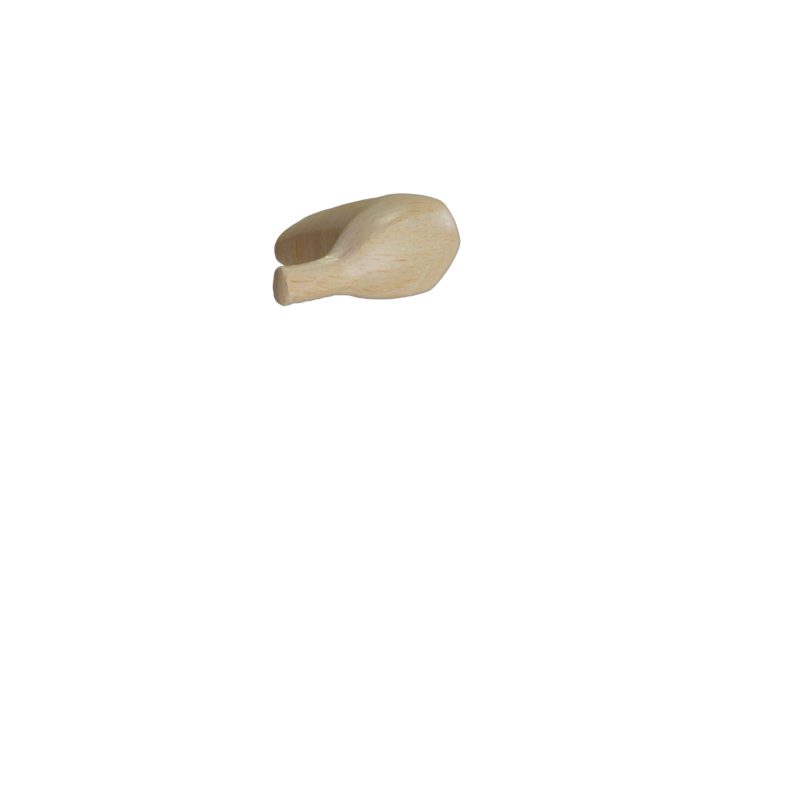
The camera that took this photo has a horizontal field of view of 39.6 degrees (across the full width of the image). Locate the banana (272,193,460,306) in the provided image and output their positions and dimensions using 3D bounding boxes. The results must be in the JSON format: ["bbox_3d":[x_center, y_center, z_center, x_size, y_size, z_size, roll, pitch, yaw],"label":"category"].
[{"bbox_3d":[-0.015,-0.062,0.435,0.069,0.036,0.201,-1,9,-5],"label":"banana"}]
